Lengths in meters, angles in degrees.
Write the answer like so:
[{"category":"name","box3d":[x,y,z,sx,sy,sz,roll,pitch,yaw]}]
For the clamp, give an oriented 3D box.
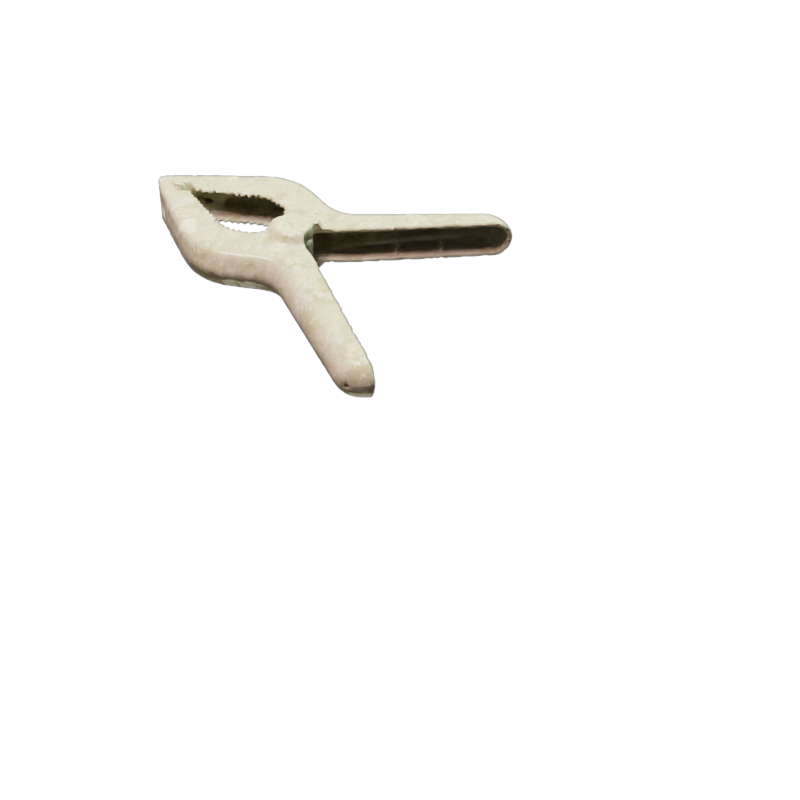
[{"category":"clamp","box3d":[-0.051,-0.093,0.650,0.223,0.034,0.166,28,47,30]}]
